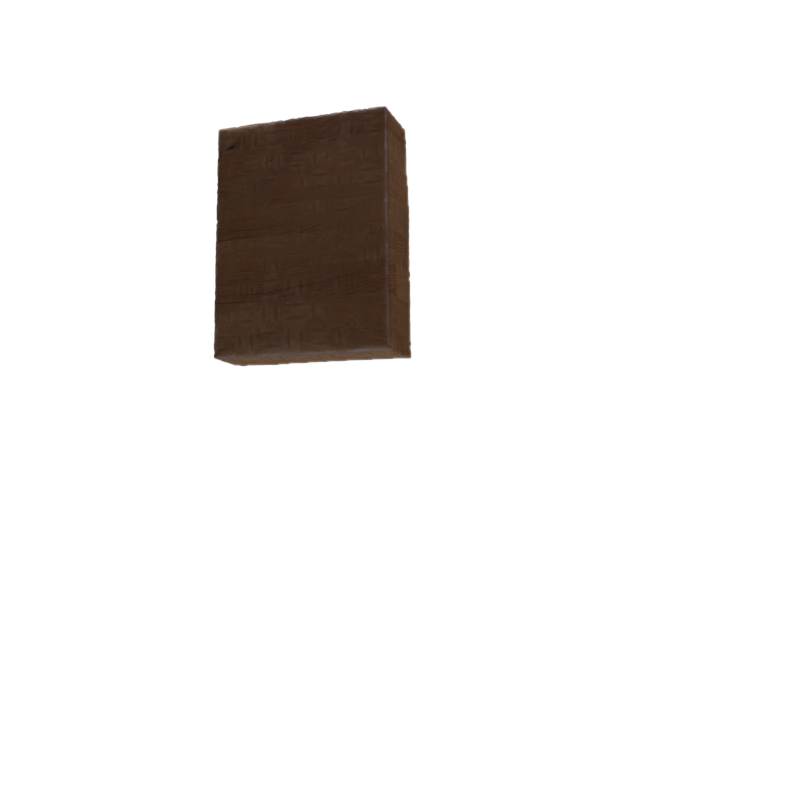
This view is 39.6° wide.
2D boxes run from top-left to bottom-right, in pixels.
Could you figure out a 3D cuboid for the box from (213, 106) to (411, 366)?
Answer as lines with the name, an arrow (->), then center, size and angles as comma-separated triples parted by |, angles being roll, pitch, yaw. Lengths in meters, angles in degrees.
box -> -0.077, -0.141, 0.987 | 0.167, 0.221, 0.068 | -5, -14, 19
